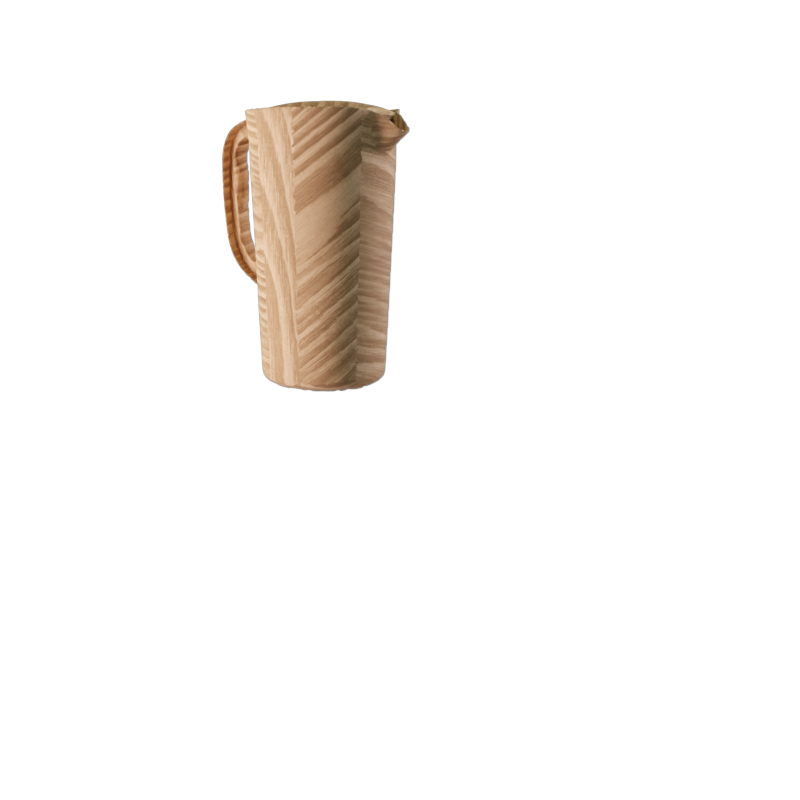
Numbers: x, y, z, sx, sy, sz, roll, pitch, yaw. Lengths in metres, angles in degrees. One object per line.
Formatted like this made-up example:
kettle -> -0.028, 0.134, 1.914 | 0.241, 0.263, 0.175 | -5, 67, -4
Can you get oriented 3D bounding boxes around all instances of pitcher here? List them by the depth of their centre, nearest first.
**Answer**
pitcher -> -0.076, -0.138, 0.965 | 0.143, 0.240, 0.154 | -1, 7, -13
